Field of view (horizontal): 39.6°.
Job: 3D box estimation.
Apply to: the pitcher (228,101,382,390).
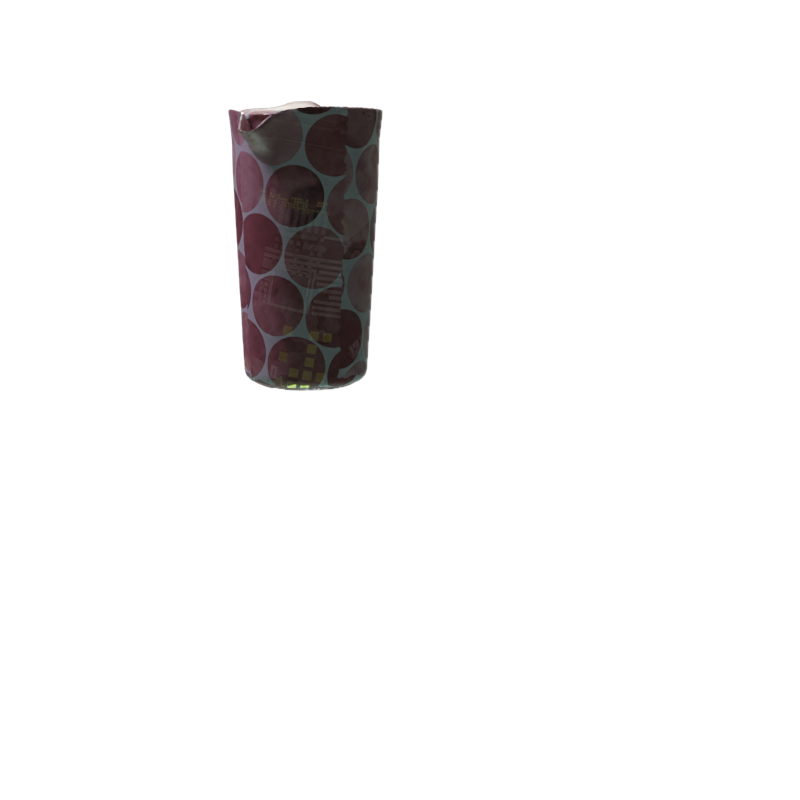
[{"bbox_3d":[-0.076,-0.139,0.973,0.147,0.240,0.149,-1,7,-14],"label":"pitcher"}]
